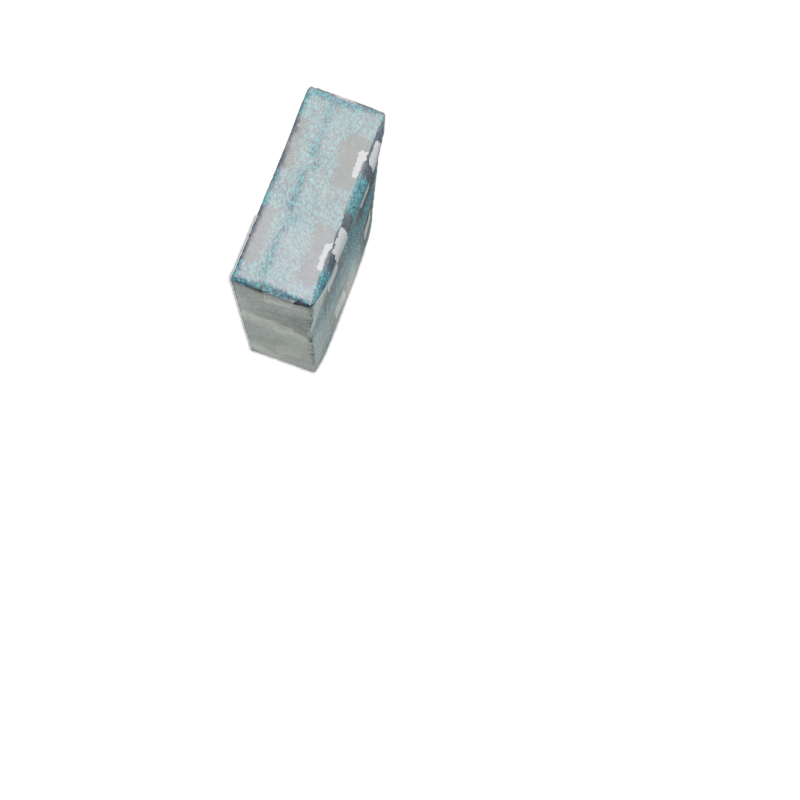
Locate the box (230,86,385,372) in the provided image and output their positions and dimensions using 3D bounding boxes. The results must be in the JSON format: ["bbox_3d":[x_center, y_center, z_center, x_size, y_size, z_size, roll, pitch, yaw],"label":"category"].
[{"bbox_3d":[-0.070,-0.128,0.900,0.072,0.169,0.206,19,-14,0],"label":"box"}]
